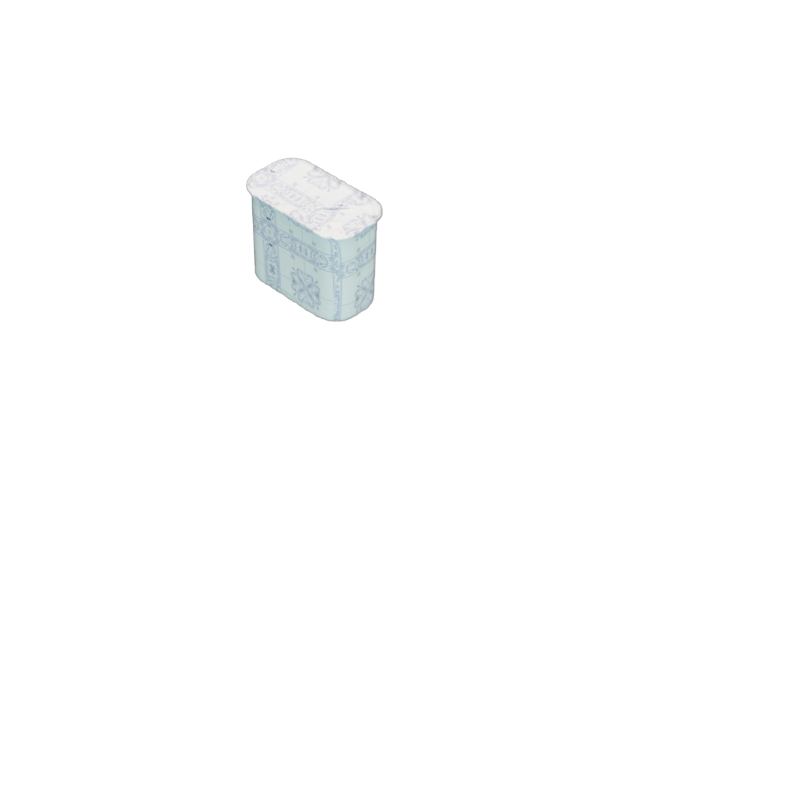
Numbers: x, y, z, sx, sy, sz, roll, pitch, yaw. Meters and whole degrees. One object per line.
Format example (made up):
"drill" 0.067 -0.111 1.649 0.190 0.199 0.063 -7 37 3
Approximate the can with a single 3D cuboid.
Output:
"can" -0.063 -0.116 0.810 0.109 0.078 0.058 33 50 30
